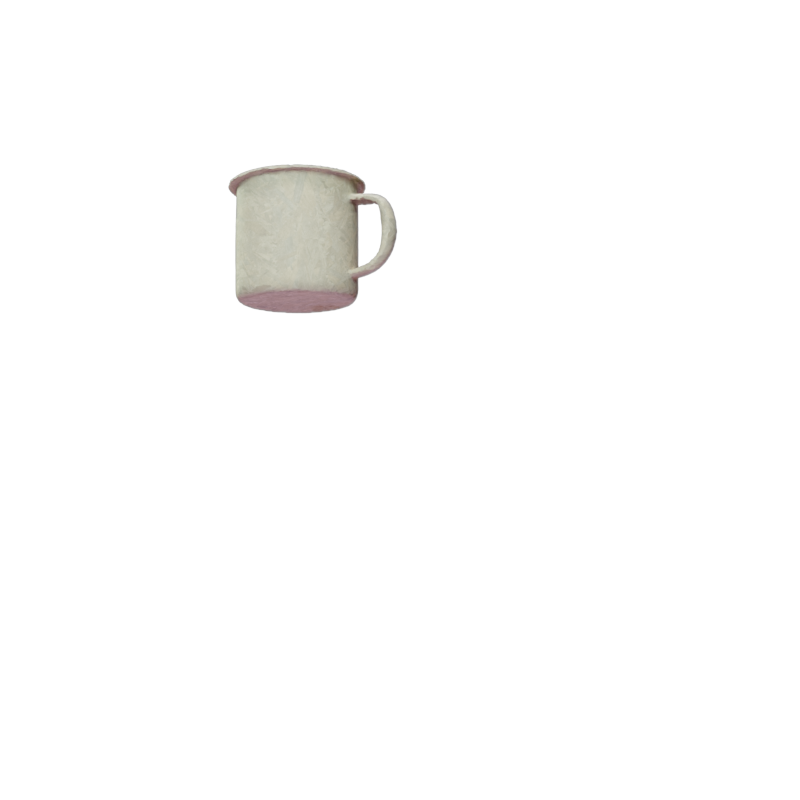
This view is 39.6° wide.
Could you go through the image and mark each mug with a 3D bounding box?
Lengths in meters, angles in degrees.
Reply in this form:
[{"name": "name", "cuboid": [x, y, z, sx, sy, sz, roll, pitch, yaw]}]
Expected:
[{"name": "mug", "cuboid": [-0.058, -0.105, 0.736, 0.120, 0.084, 0.088, -4, -11, 21]}]
